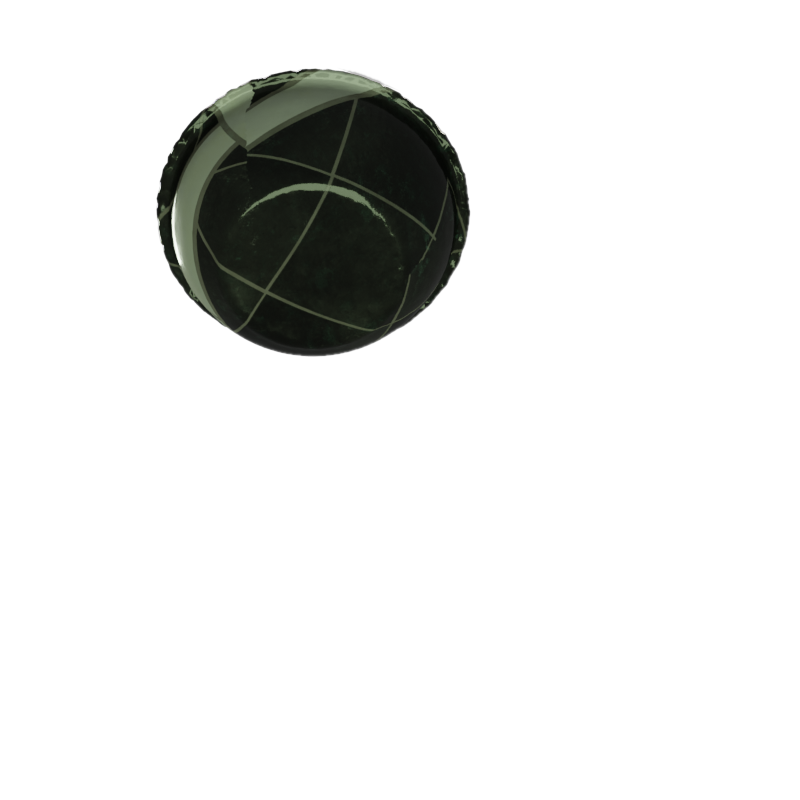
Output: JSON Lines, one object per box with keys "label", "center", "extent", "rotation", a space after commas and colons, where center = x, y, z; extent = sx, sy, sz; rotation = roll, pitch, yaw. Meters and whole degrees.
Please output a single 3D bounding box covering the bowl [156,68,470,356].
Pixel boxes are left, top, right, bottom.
{"label": "bowl", "center": [-0.043, -0.078, 0.550], "extent": [0.162, 0.153, 0.058], "rotation": [1, 30, -1]}
